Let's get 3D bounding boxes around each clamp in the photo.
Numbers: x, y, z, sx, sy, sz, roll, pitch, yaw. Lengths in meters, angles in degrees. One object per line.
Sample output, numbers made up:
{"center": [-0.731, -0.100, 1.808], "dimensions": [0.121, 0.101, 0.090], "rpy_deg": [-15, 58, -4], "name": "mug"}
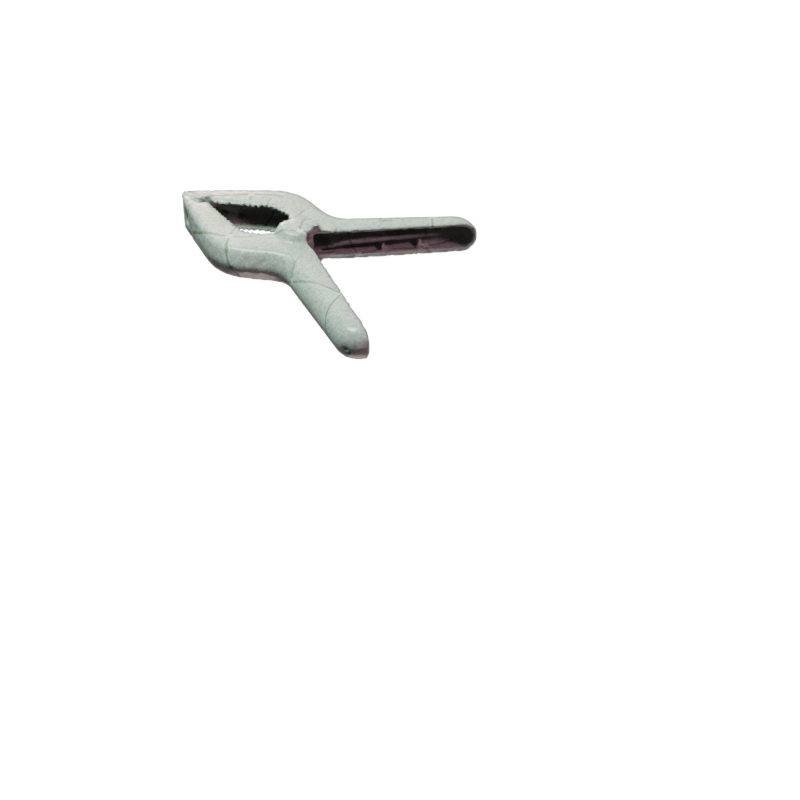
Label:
{"center": [-0.062, -0.112, 0.786], "dimensions": [0.222, 0.034, 0.166], "rpy_deg": [25, 44, 29], "name": "clamp"}
